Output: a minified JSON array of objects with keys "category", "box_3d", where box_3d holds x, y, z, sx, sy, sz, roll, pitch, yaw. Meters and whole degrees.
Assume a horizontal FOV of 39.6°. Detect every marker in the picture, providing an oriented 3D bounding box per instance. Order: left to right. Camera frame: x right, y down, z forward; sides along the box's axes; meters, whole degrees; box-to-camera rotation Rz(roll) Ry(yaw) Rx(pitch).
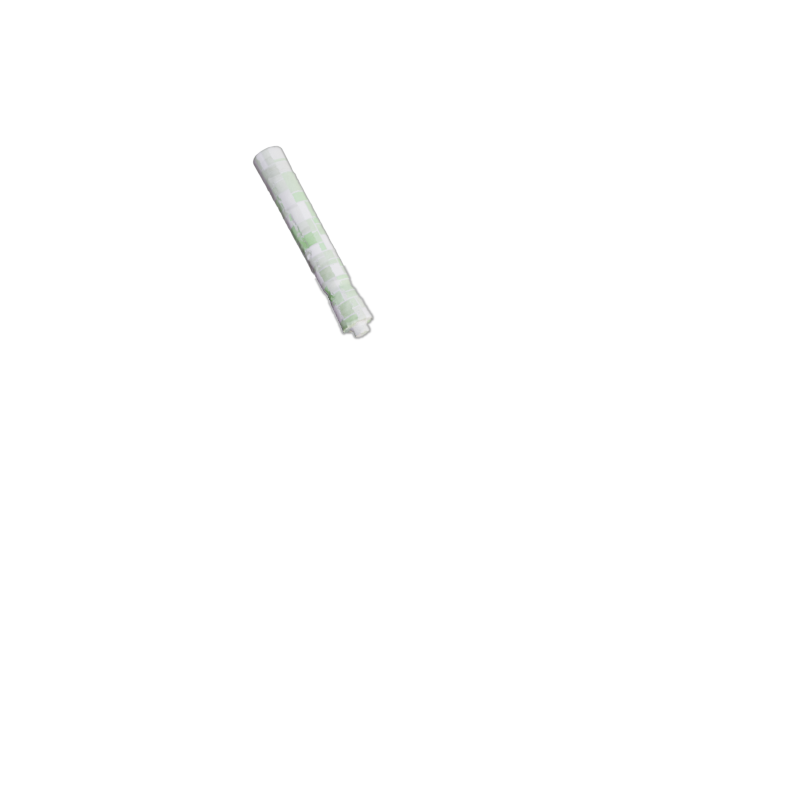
[{"category":"marker","box_3d":[-0.048,-0.088,0.618,0.020,0.127,0.019,-25,-19,-10]}]
